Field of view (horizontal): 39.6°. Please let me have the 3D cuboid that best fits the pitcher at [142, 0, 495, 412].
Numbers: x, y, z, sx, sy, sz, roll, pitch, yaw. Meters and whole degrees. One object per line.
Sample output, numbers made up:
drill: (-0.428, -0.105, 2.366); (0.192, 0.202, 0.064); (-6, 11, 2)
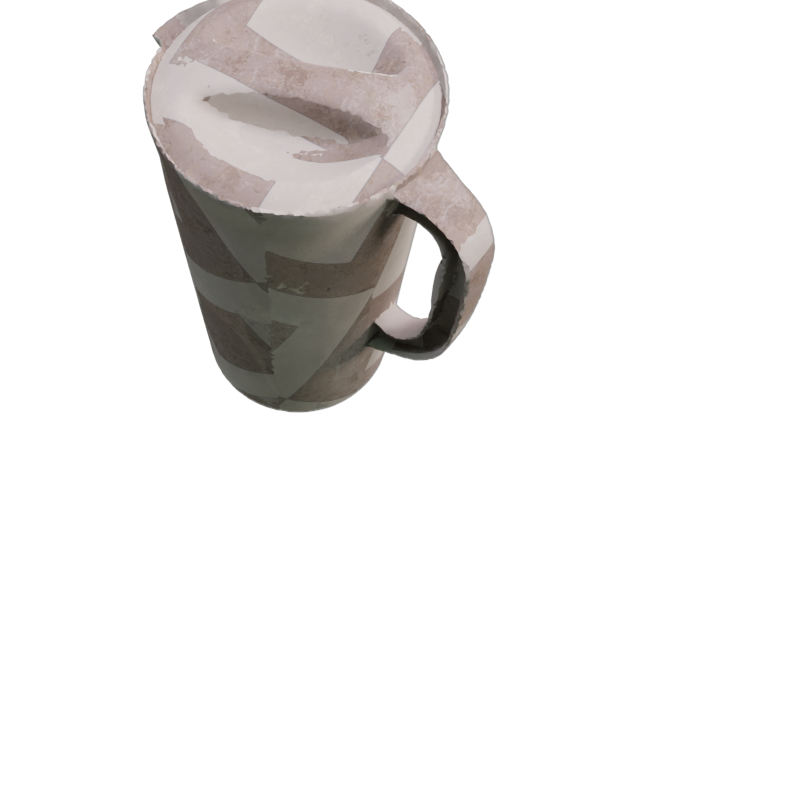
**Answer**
pitcher: (-0.045, -0.082, 0.571); (0.144, 0.159, 0.229); (-5, -27, -6)
